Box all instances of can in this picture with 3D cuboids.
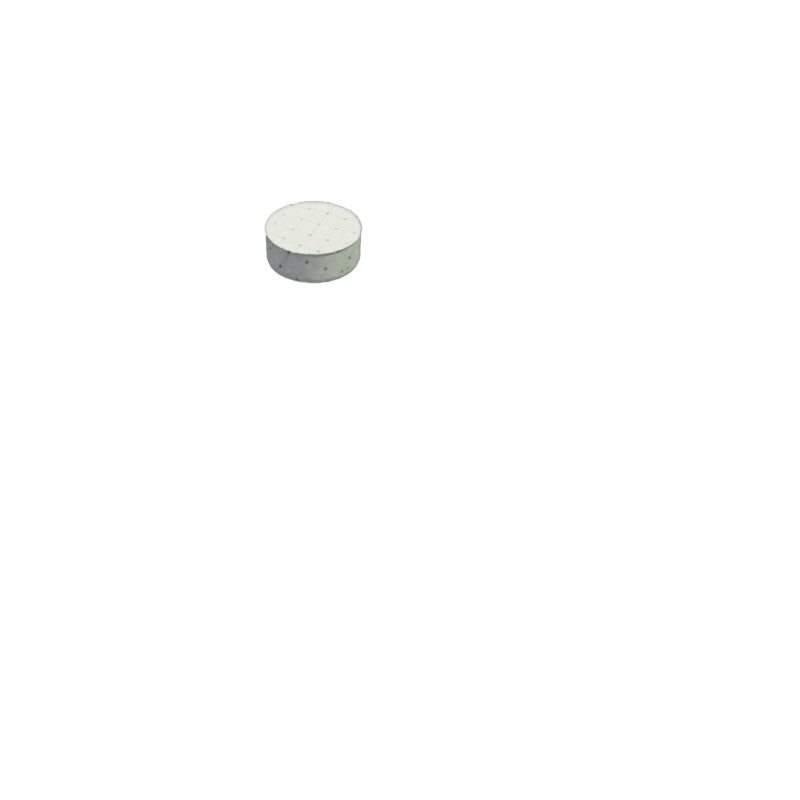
[{"bbox_3d":[-0.077,-0.140,0.982,0.086,0.031,0.092,-1,39,-2],"label":"can"}]
